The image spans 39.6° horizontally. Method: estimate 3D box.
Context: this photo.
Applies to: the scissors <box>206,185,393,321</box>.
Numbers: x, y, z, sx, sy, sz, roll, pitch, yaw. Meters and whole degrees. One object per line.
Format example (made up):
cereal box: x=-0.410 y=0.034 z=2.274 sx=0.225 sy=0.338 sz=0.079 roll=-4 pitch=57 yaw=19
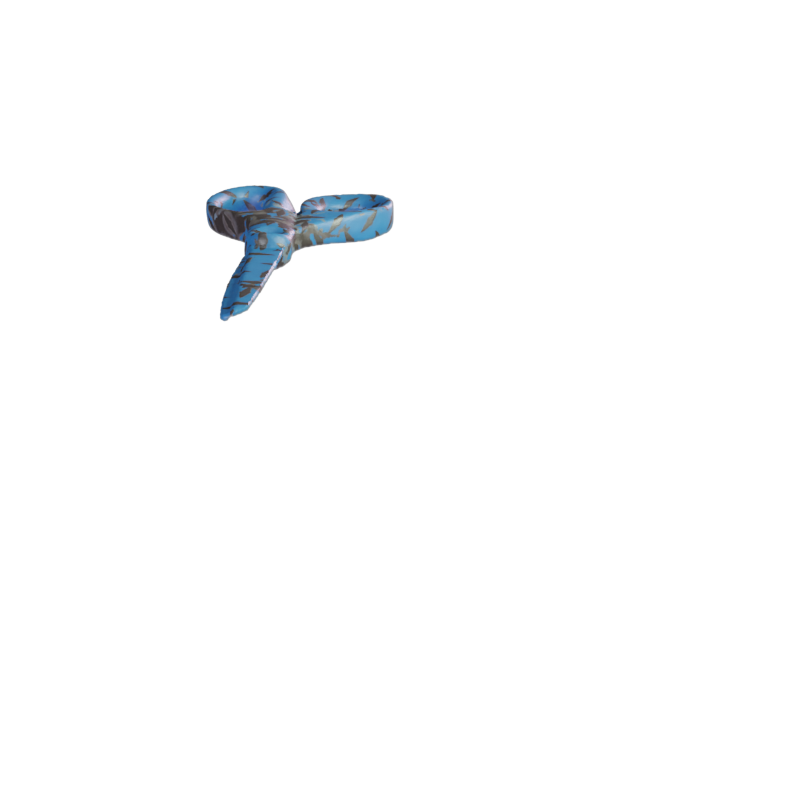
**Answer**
scissors: x=-0.036 y=-0.065 z=0.457 sx=0.095 sy=0.015 sz=0.213 roll=-5 pitch=21 yaw=-12
